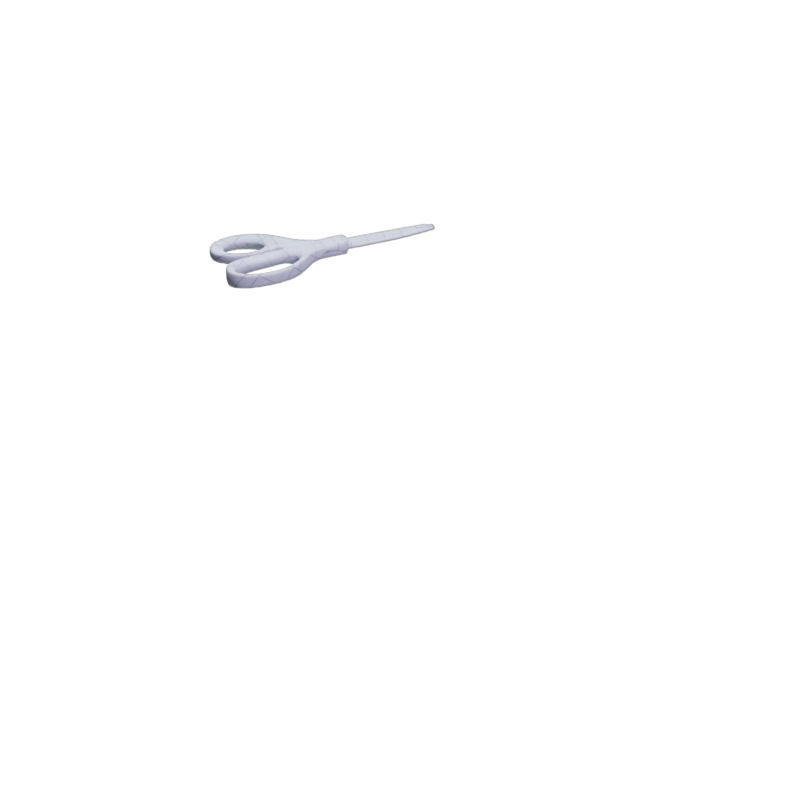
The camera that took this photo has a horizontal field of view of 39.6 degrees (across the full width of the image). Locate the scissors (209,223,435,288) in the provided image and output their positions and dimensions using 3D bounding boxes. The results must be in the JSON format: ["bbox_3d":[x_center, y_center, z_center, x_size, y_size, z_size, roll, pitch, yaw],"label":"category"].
[{"bbox_3d":[-0.073,-0.132,0.928,0.102,0.015,0.200,25,37,38],"label":"scissors"}]
